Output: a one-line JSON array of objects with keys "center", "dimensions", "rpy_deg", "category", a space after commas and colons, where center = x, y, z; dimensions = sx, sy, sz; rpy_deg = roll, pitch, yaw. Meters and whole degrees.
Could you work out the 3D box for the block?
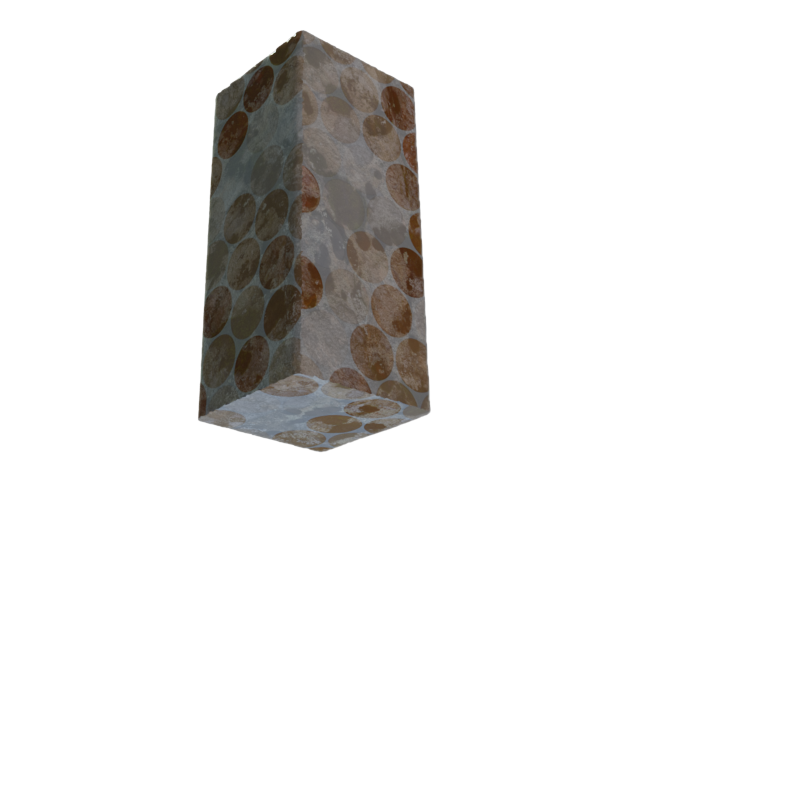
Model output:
[{"center": [-0.049, -0.089, 0.623], "dimensions": [0.085, 0.218, 0.090], "rpy_deg": [20, -33, -38], "category": "block"}]
